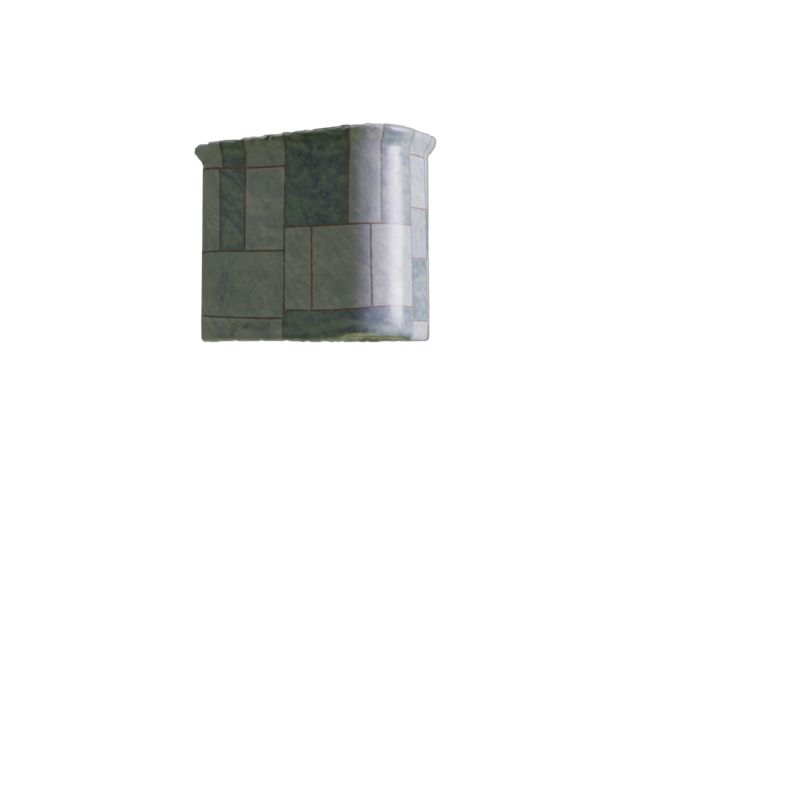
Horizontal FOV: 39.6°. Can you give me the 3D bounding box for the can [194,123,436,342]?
[{"bbox_3d":[-0.037,-0.066,0.465,0.105,0.085,0.055,0,-3,30],"label":"can"}]
